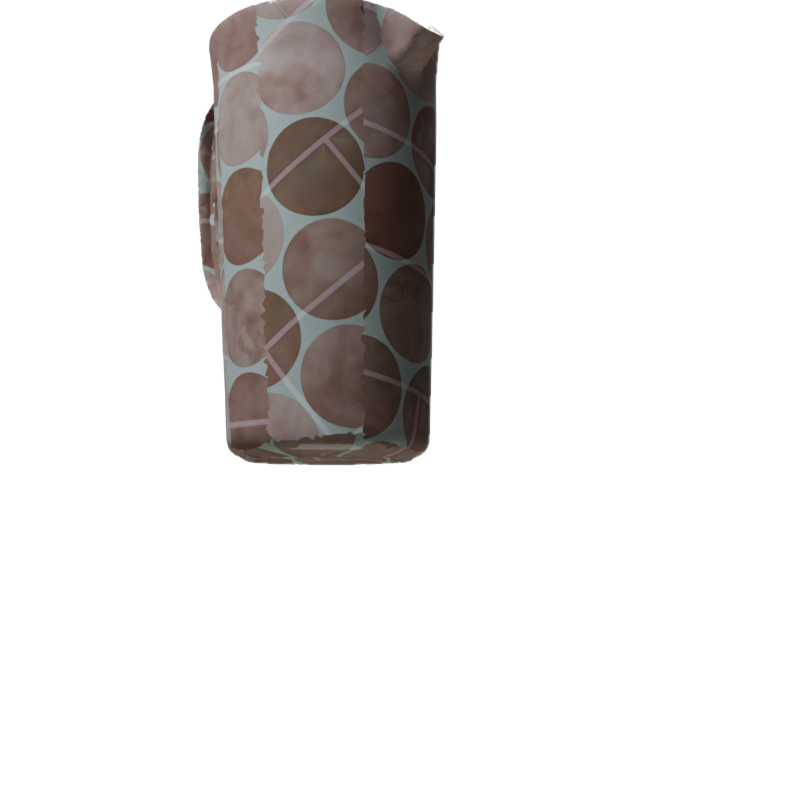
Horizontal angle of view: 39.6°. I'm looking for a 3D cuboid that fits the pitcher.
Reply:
[{"bbox_3d":[-0.049,-0.089,0.621,0.145,0.251,0.145,0,-12,-2],"label":"pitcher"}]
